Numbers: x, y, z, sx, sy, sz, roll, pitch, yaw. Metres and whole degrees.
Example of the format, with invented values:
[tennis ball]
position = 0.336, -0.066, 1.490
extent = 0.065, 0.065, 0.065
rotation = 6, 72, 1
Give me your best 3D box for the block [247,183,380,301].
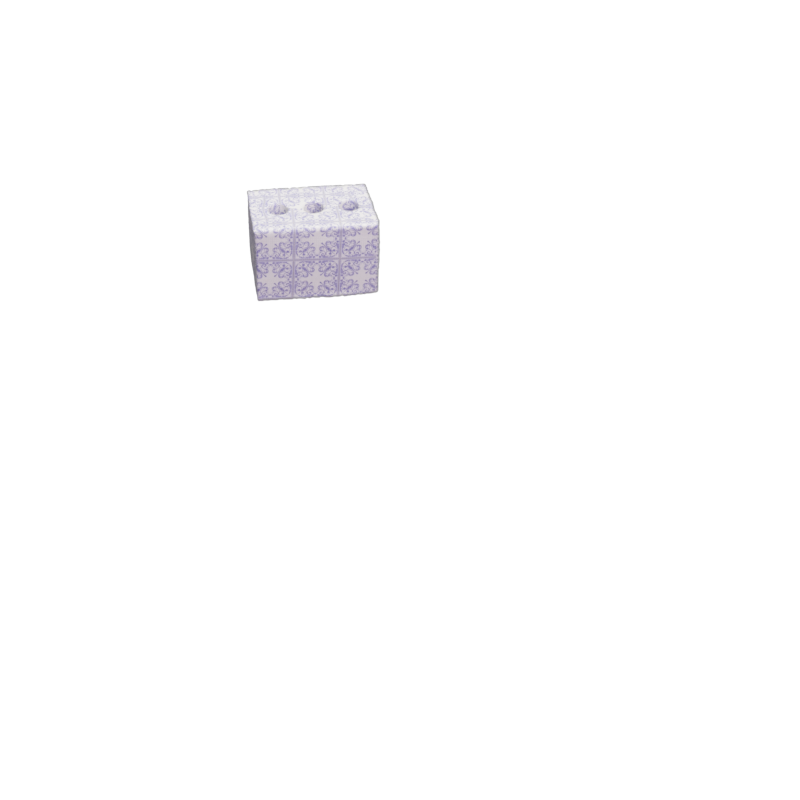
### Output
[block]
position = -0.054, -0.098, 0.688
extent = 0.077, 0.048, 0.057
rotation = -5, 35, -8
